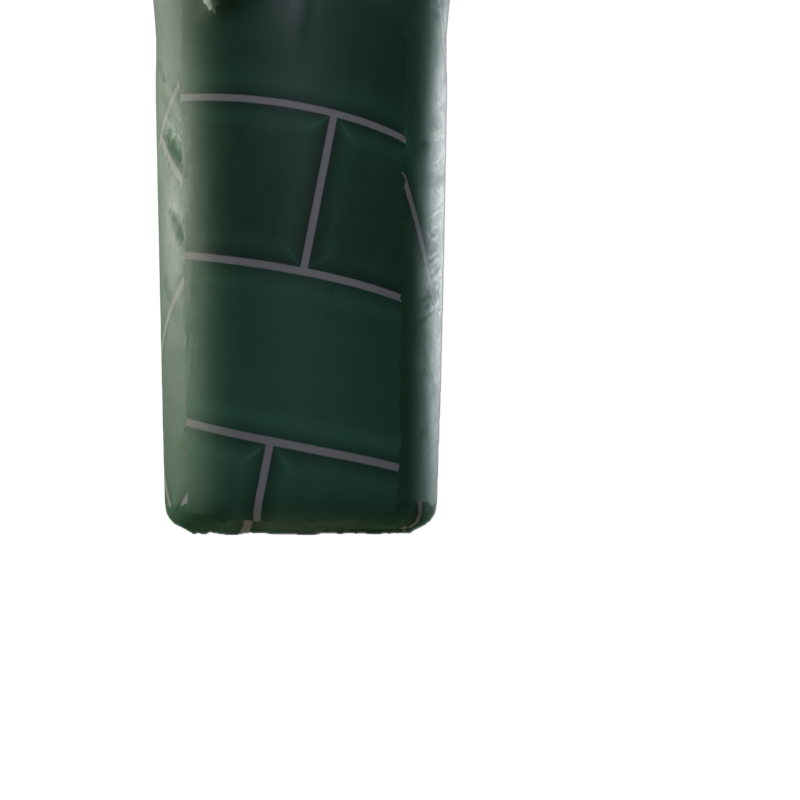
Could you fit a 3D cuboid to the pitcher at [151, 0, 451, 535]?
[{"bbox_3d":[-0.037,-0.068,0.477,0.144,0.251,0.145,5,-13,-24],"label":"pitcher"}]
